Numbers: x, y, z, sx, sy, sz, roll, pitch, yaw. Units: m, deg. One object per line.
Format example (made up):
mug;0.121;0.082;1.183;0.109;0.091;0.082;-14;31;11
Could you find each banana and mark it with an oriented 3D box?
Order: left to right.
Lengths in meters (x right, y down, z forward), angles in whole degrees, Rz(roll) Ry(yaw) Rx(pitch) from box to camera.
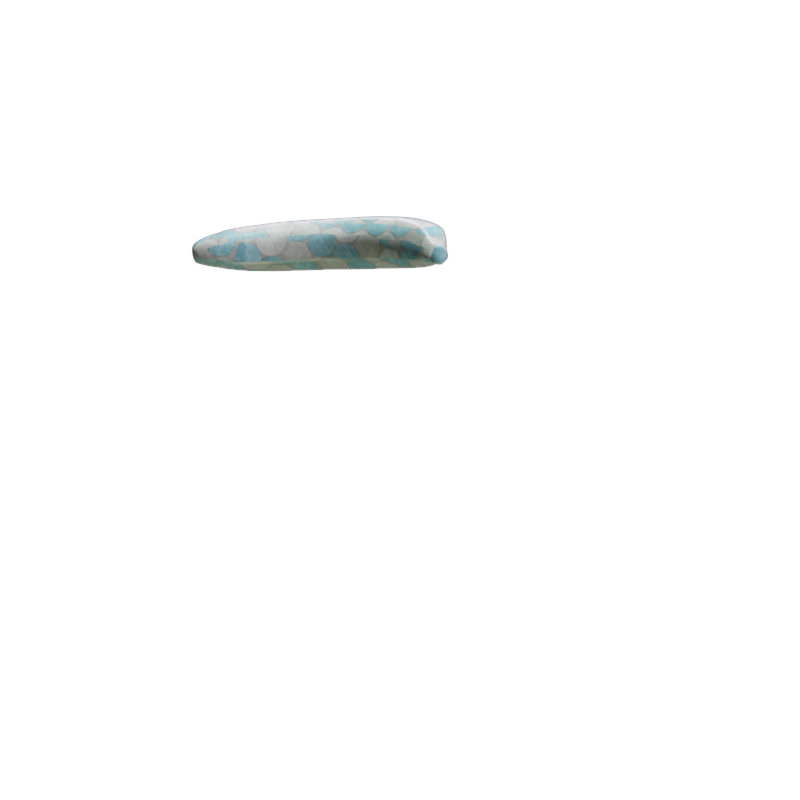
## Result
banana;-0.047;-0.108;0.766;0.204;0.037;0.067;2;3;29
